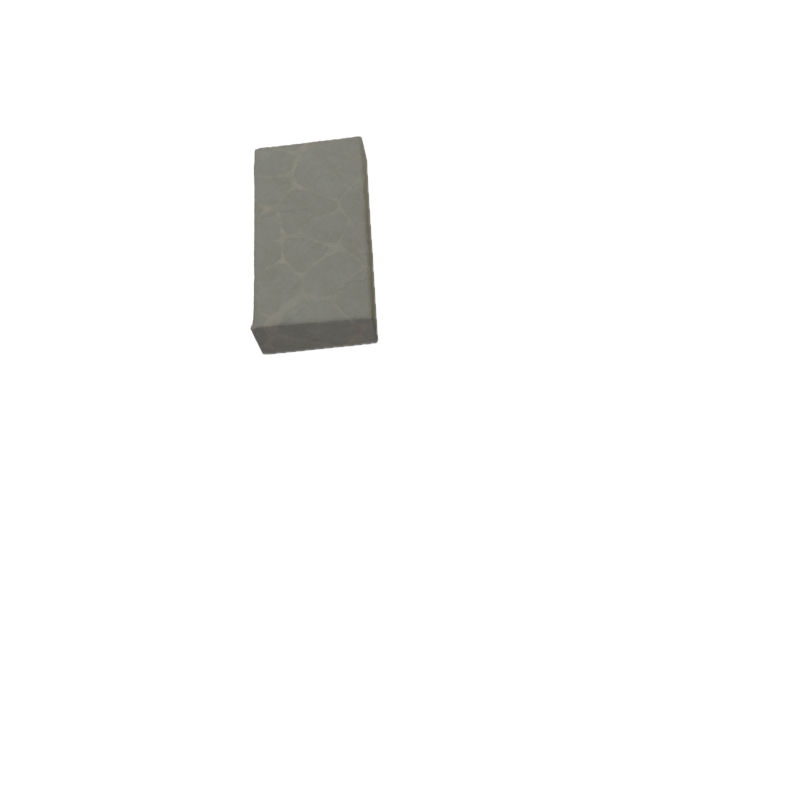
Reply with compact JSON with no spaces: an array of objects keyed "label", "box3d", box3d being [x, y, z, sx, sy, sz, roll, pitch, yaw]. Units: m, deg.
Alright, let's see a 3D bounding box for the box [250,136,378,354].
[{"label":"box","box3d":[-0.069,-0.125,0.879,0.094,0.189,0.044,-6,-35,6]}]
